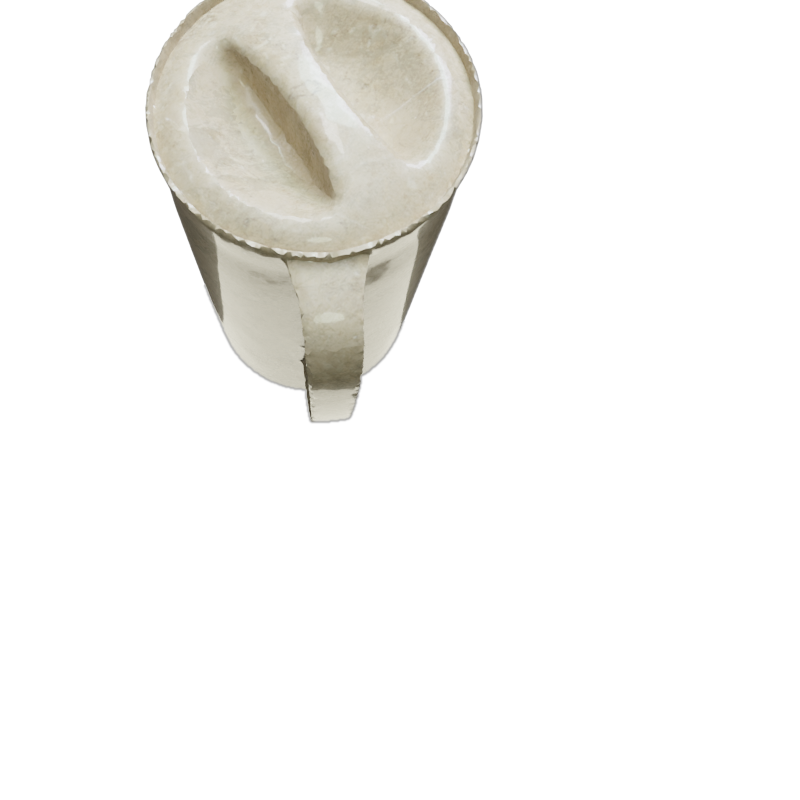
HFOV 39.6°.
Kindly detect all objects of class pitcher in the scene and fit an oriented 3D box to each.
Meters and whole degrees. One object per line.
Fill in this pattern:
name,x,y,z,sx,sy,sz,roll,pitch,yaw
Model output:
pitcher,-0.042,-0.077,0.537,0.149,0.152,0.232,37,-16,9
